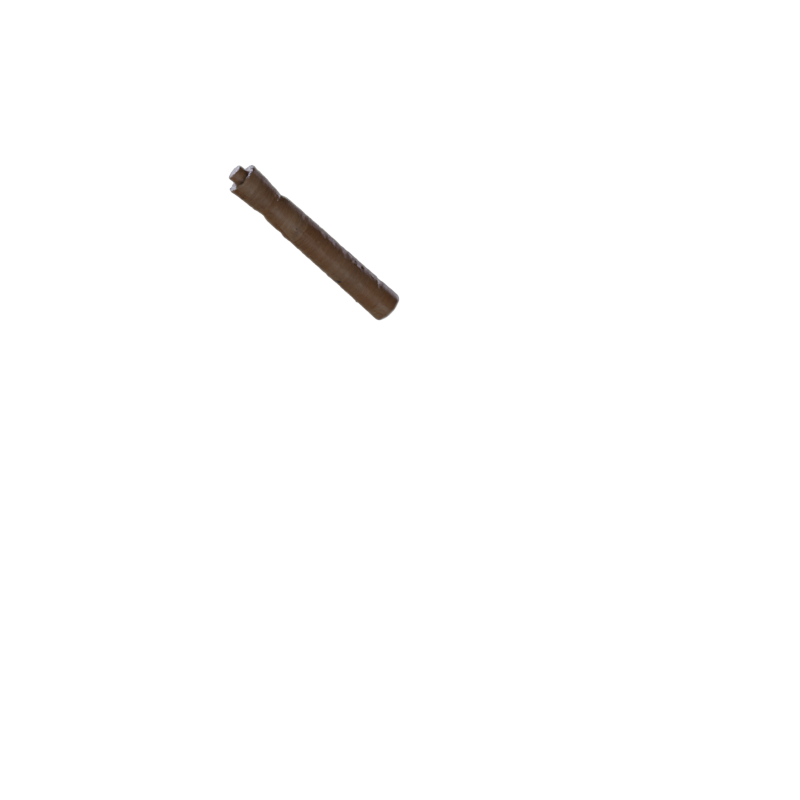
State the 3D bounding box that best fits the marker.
[{"bbox_3d":[-0.048,-0.088,0.616,0.115,0.020,0.020,40,-14,-20],"label":"marker"}]
